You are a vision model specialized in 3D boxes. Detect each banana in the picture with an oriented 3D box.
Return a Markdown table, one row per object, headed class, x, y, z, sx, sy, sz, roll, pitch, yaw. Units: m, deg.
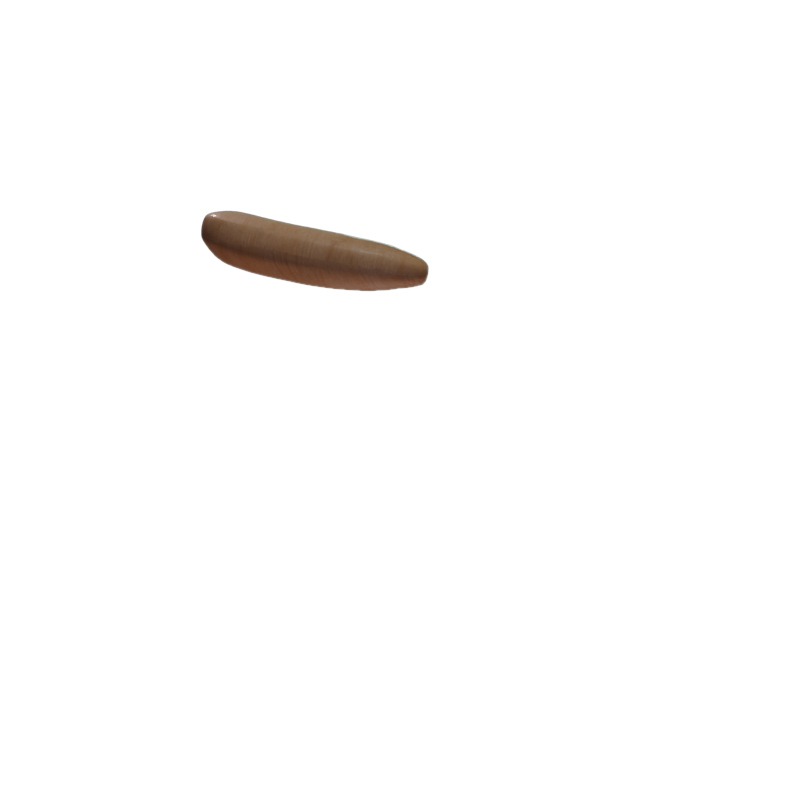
| class | x | y | z | sx | sy | sz | roll | pitch | yaw |
| --- | --- | --- | --- | --- | --- | --- | --- | --- | --- |
| banana | -0.074 | -0.104 | 0.745 | 0.068 | 0.035 | 0.210 | -19 | 29 | -42 |
